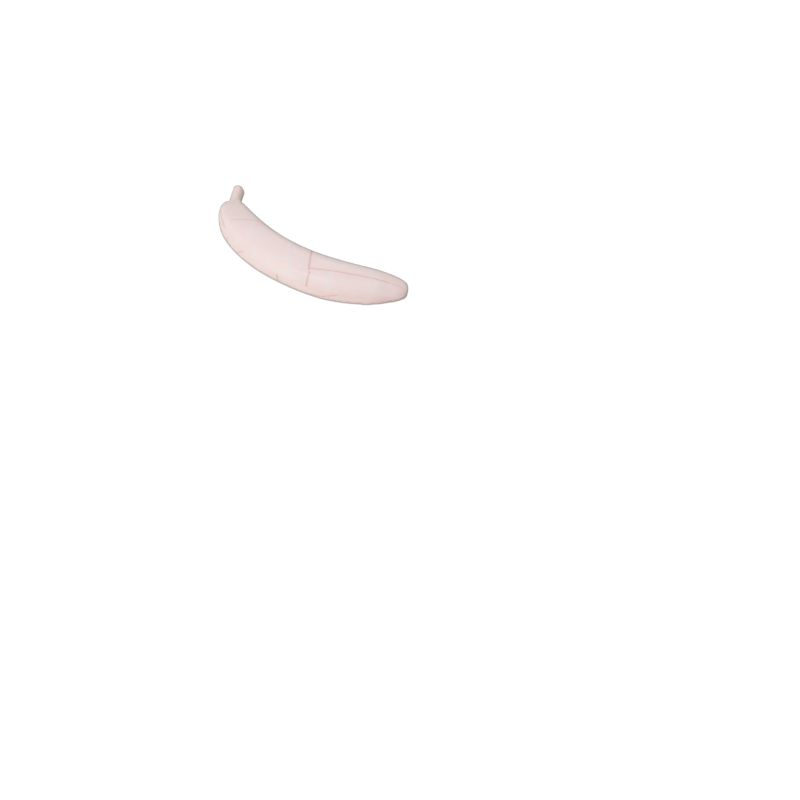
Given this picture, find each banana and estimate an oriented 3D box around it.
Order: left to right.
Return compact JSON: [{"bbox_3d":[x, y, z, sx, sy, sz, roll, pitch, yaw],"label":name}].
[{"bbox_3d":[-0.089,-0.126,0.948,0.208,0.071,0.034,33,-30,22],"label":"banana"}]
